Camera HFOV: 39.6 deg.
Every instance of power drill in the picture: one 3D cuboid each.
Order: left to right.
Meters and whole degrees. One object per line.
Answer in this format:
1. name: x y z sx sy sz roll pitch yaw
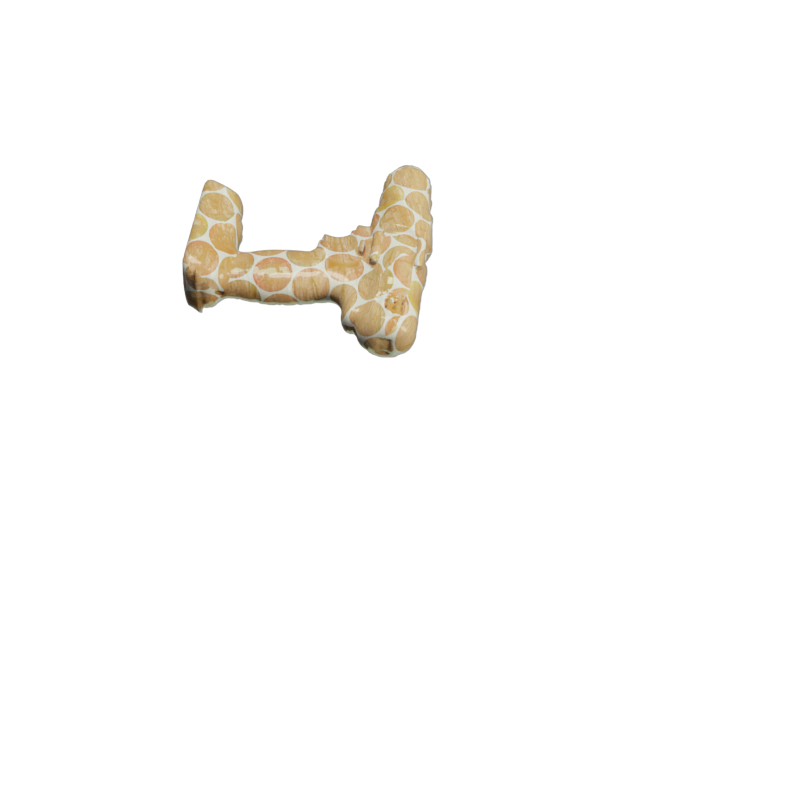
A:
1. power drill: -0.069 -0.125 0.876 0.189 0.196 0.053 6 -40 5
